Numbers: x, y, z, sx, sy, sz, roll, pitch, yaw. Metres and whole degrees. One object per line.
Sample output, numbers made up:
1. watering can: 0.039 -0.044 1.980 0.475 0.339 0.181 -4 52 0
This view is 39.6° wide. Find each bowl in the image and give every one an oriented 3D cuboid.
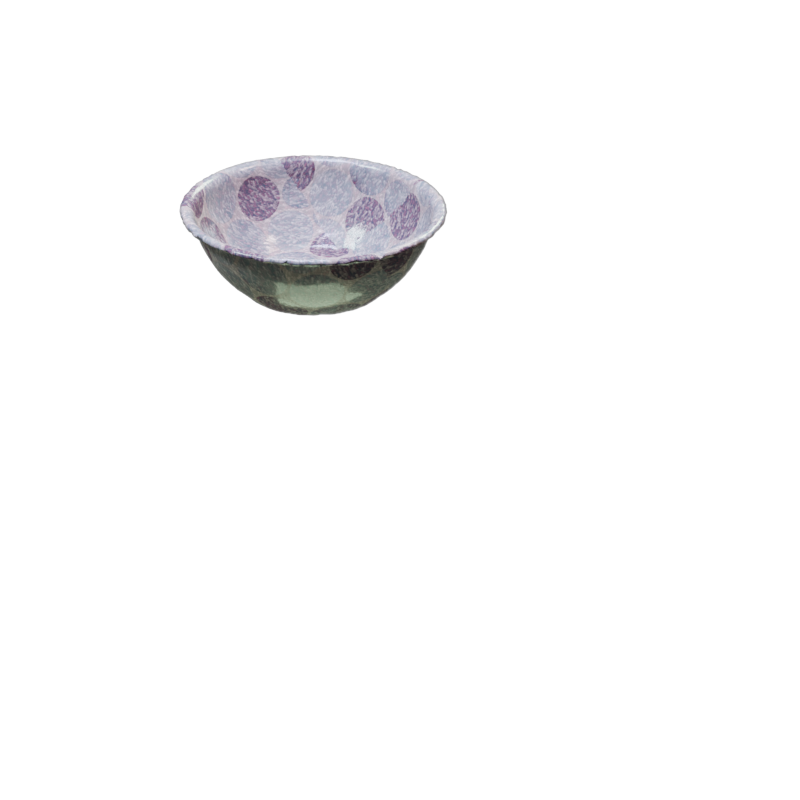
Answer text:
1. bowl: -0.054 -0.098 0.685 0.162 0.052 0.172 -1 32 -2
